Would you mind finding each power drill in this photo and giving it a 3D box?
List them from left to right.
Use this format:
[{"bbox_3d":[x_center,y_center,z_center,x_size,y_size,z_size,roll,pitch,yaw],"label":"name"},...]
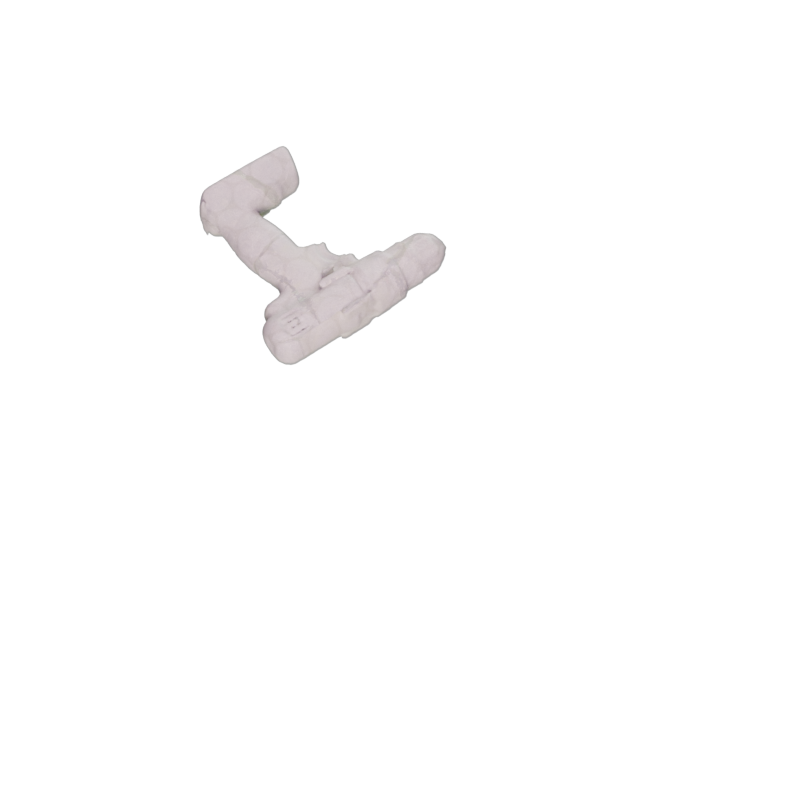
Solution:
[{"bbox_3d":[-0.078,-0.142,0.998,0.185,0.200,0.054,-32,-27,-19],"label":"power drill"}]
